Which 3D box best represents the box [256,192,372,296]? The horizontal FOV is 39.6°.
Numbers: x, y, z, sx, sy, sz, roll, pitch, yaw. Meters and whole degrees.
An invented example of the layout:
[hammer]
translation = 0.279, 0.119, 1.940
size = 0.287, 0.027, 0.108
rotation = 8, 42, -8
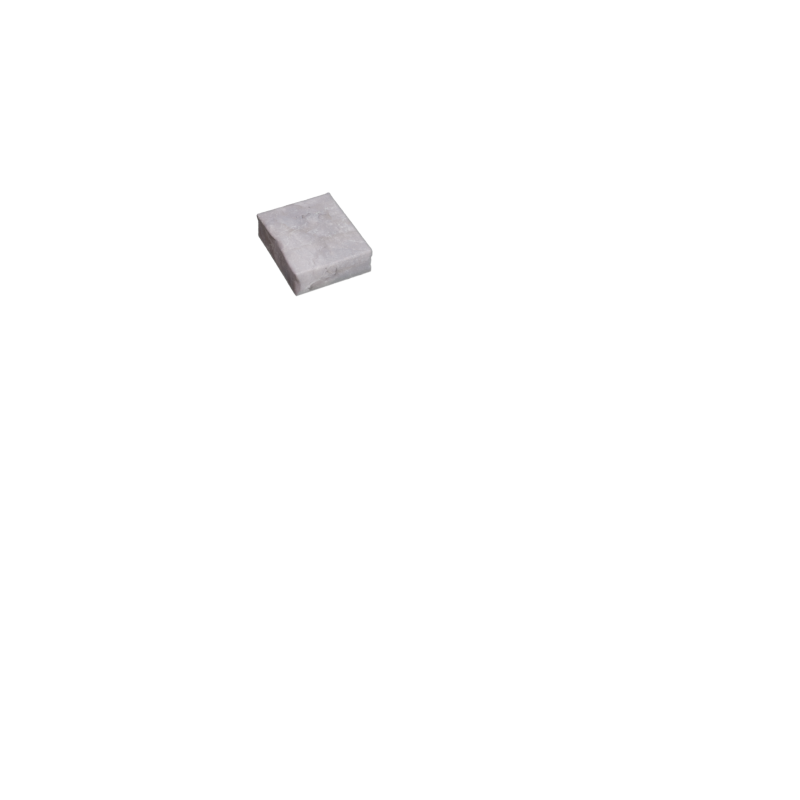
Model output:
[box]
translation = -0.076, -0.139, 0.973
size = 0.072, 0.028, 0.097
rotation = -19, 50, -18
